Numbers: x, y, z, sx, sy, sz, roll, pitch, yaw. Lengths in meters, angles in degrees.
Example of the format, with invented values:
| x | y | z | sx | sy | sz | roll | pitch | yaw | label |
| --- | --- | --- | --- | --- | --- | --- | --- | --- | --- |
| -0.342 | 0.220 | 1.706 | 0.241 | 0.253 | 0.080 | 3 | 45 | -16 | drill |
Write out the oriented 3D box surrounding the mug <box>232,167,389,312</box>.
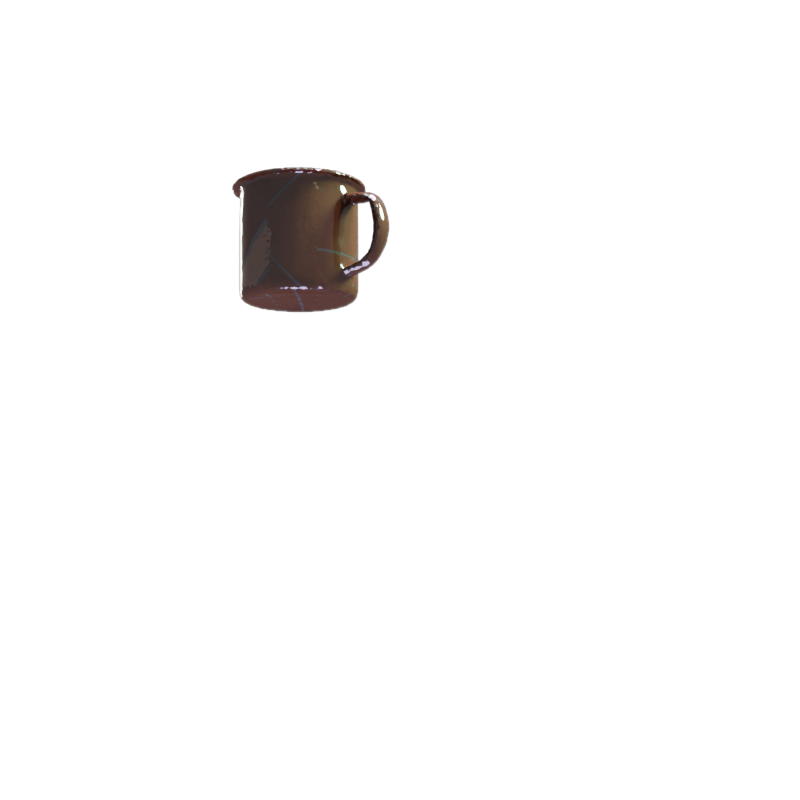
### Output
| x | y | z | sx | sy | sz | roll | pitch | yaw | label |
| --- | --- | --- | --- | --- | --- | --- | --- | --- | --- |
| -0.059 | -0.108 | 0.757 | 0.120 | 0.084 | 0.088 | -6 | -12 | 30 | mug |
